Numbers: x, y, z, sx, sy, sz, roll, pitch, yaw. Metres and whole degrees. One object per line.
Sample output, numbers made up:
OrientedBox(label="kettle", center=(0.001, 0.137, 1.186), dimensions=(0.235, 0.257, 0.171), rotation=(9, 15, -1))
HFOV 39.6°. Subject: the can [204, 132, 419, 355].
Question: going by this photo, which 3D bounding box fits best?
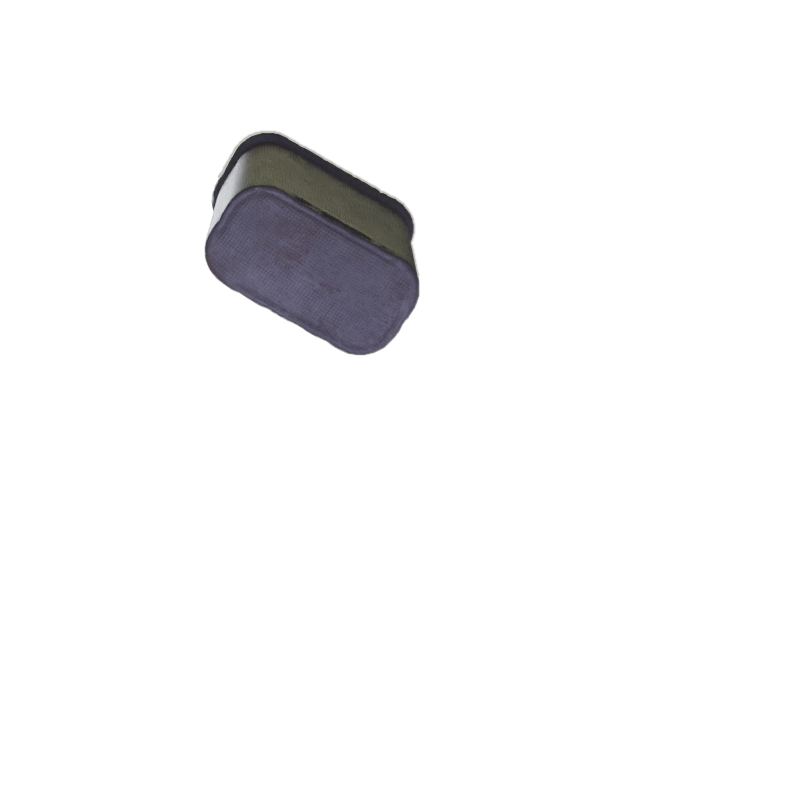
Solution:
OrientedBox(label="can", center=(-0.041, -0.075, 0.526), dimensions=(0.099, 0.056, 0.088), rotation=(28, 20, -13))
